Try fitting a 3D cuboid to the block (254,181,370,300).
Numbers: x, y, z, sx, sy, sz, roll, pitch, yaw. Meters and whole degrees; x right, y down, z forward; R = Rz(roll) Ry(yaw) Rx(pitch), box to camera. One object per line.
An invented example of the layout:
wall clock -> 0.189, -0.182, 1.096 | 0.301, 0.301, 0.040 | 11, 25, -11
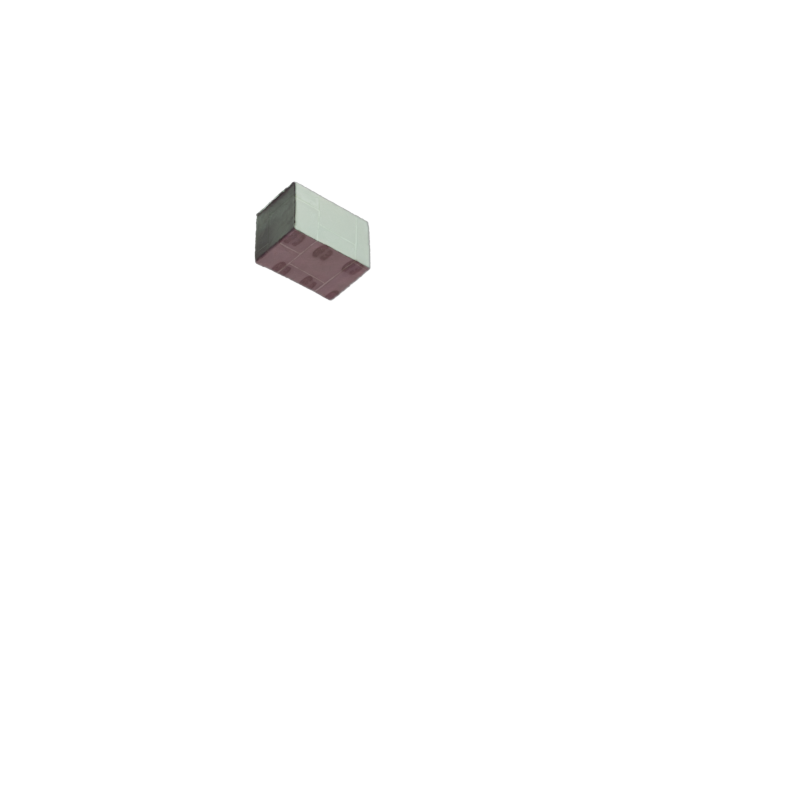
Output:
block -> -0.068, -0.125, 0.872 | 0.073, 0.055, 0.052 | 27, -46, -31
